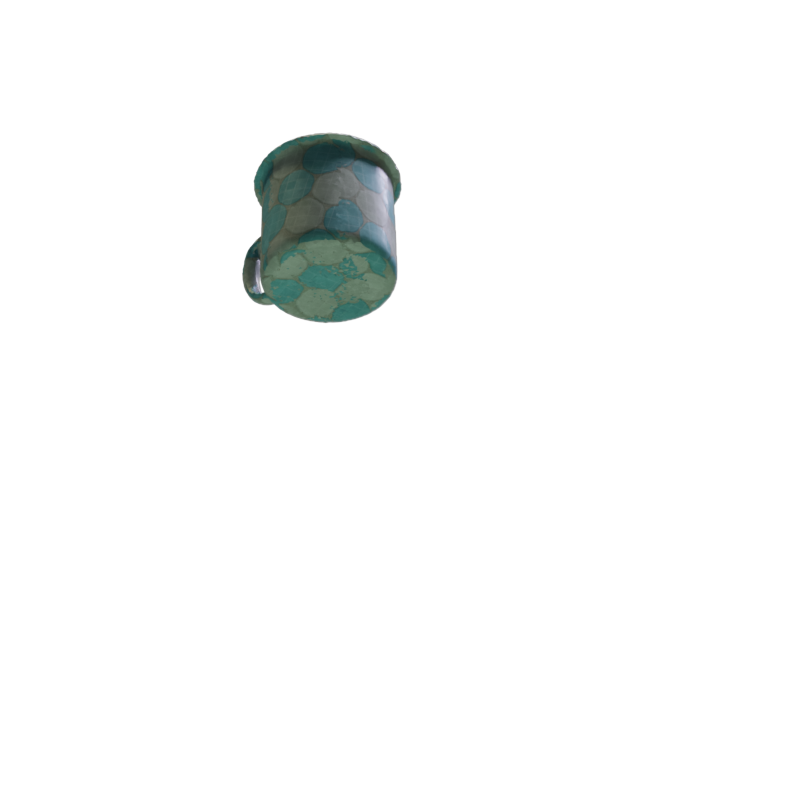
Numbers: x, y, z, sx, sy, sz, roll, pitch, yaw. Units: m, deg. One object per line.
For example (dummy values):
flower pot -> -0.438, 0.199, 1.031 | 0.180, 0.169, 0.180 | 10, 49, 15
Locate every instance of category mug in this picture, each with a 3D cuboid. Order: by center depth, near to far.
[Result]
mug -> -0.053, -0.097, 0.680 | 0.117, 0.087, 0.087 | -26, -43, 29
